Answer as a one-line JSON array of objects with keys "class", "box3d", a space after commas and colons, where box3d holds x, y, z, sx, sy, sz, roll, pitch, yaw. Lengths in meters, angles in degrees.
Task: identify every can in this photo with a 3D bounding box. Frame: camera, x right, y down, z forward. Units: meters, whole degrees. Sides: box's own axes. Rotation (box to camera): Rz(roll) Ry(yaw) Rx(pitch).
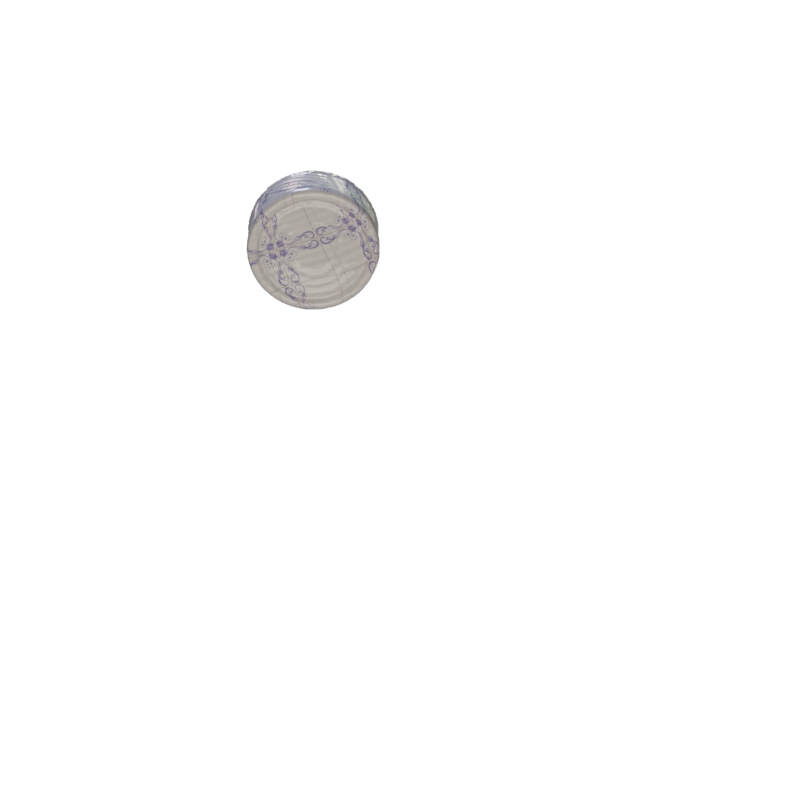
[{"class": "can", "box3d": [-0.056, -0.102, 0.713, 0.086, 0.081, 0.035, 1, 26, -1]}]
